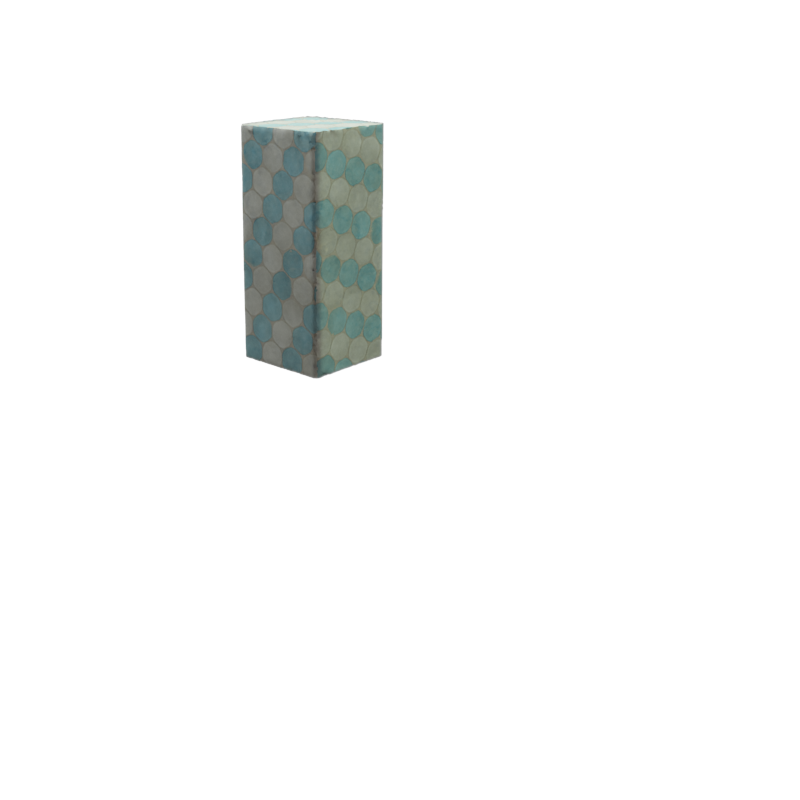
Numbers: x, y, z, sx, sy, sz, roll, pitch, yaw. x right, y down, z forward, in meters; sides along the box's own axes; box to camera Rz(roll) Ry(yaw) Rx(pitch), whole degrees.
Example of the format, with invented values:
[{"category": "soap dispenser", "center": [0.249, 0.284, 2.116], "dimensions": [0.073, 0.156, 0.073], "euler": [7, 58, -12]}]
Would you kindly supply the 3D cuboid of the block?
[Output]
[{"category": "block", "center": [-0.076, -0.137, 0.958], "dimensions": [0.096, 0.200, 0.088], "euler": [13, 19, 39]}]
